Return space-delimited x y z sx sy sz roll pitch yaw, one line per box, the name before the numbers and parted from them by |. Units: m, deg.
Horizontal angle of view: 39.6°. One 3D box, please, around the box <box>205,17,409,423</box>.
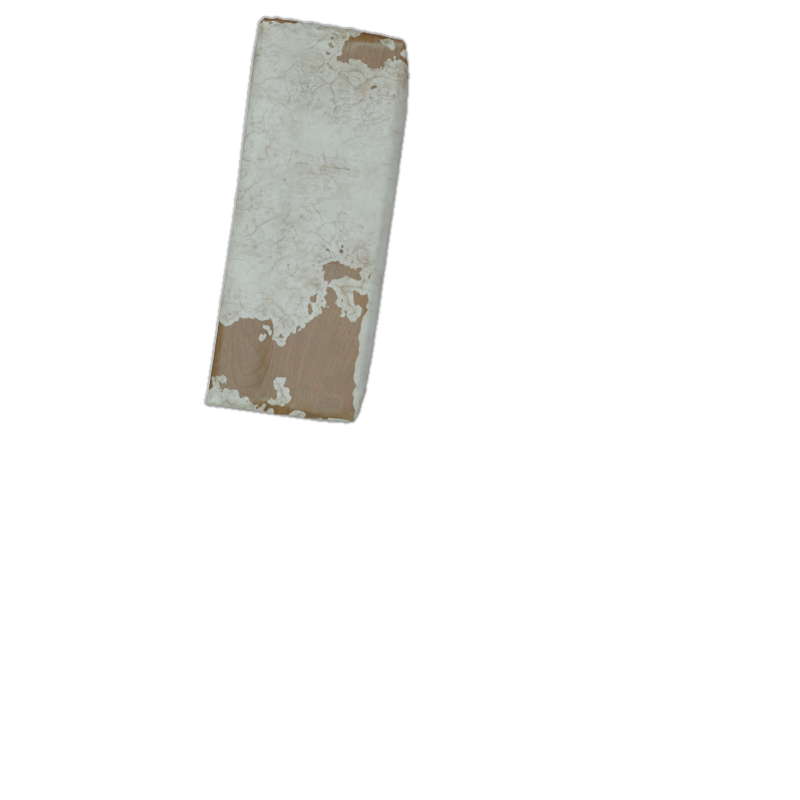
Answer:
box | -0.044 -0.079 0.556 0.072 0.165 0.213 7 0 -4
